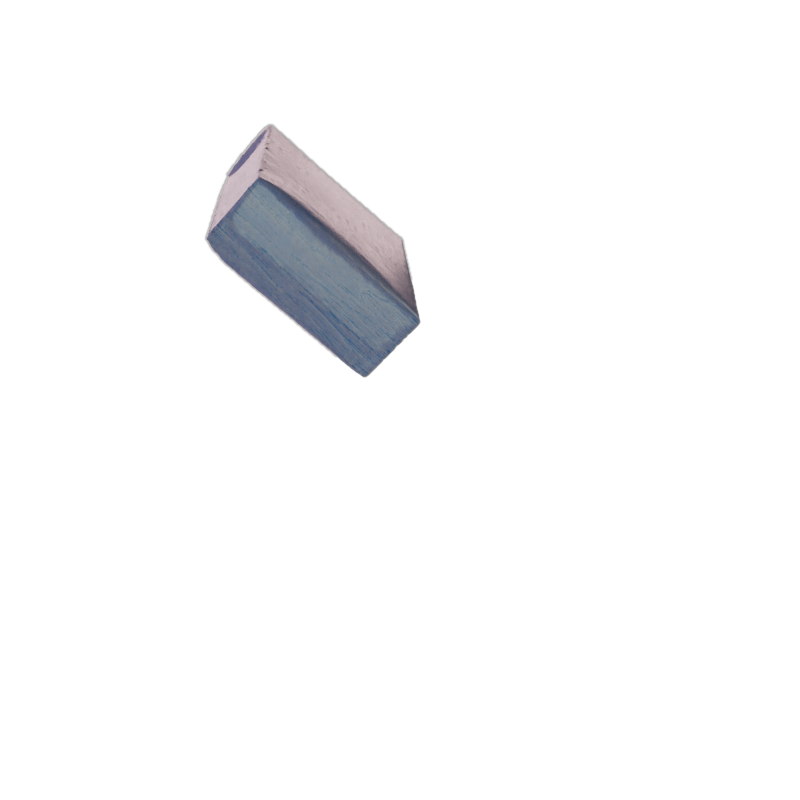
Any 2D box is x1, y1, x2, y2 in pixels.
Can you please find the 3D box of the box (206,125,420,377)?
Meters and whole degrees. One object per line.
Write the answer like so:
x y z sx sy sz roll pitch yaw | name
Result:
-0.071 -0.129 0.906 0.159 0.071 0.224 39 15 -16 | box
